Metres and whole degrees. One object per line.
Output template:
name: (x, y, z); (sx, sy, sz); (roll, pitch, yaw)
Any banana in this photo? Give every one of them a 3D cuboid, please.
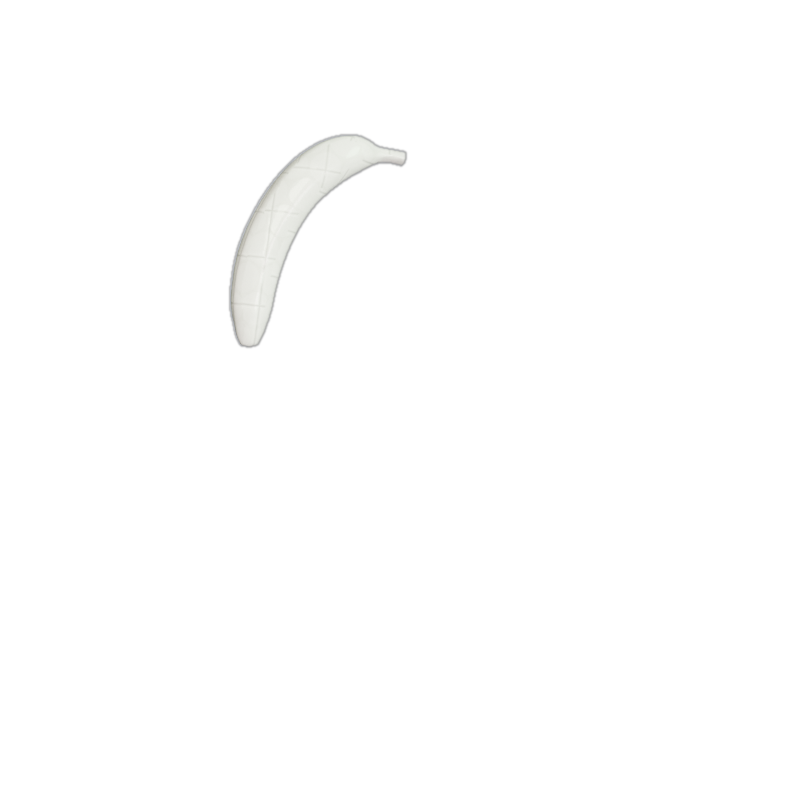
banana: (-0.078, -0.135, 0.845); (0.071, 0.199, 0.036); (37, -9, 5)
